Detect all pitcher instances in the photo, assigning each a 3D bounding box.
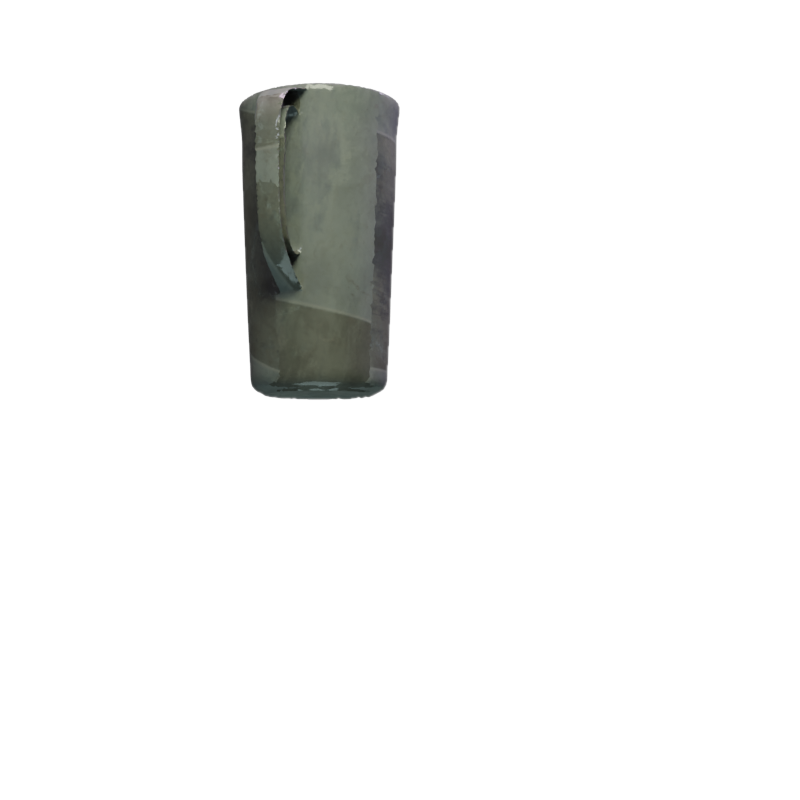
[{"bbox_3d":[-0.070,-0.127,0.888,0.144,0.250,0.146,5,-12,-26],"label":"pitcher"}]
